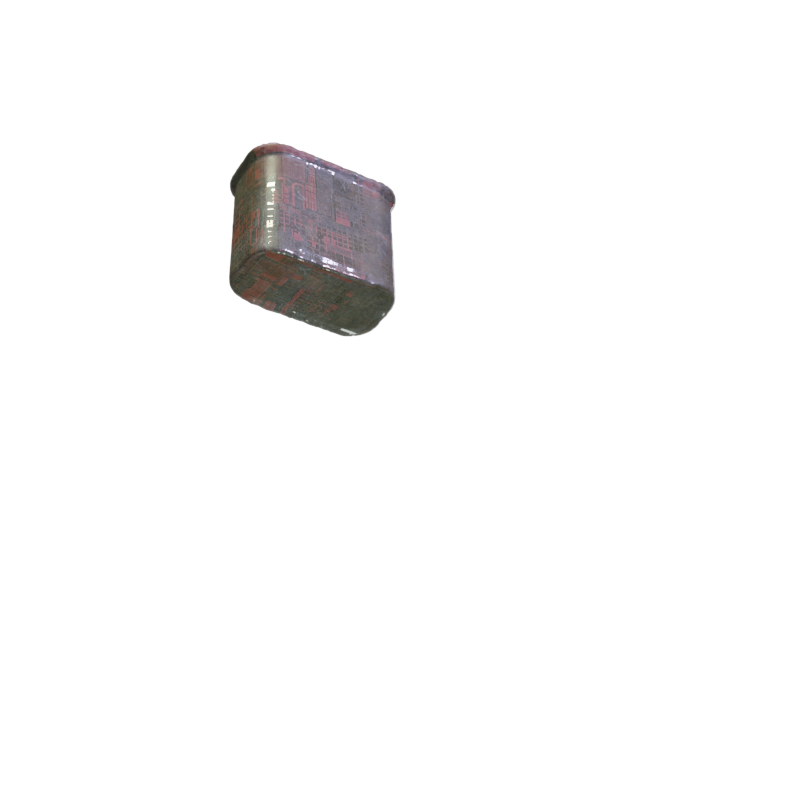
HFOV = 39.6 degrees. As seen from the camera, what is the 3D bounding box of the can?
[{"bbox_3d":[-0.052,-0.095,0.665,0.098,0.090,0.056,18,-43,-24],"label":"can"}]
